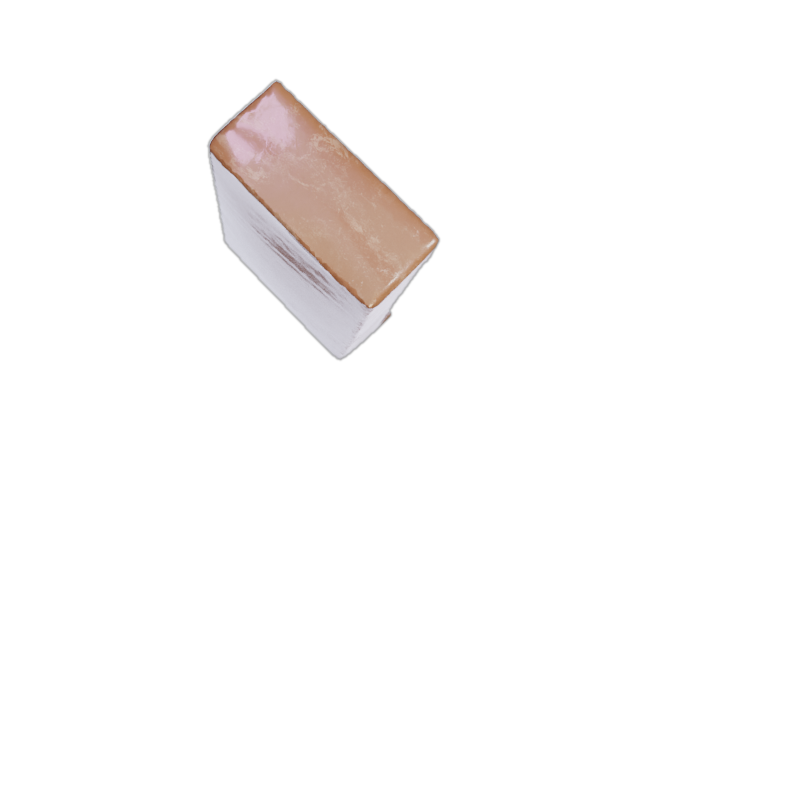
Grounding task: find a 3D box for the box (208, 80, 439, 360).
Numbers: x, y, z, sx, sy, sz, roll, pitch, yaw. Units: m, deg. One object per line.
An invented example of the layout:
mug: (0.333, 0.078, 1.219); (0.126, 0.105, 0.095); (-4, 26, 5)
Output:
box: (-0.040, -0.072, 0.506); (0.048, 0.095, 0.173); (-44, -1, -6)
